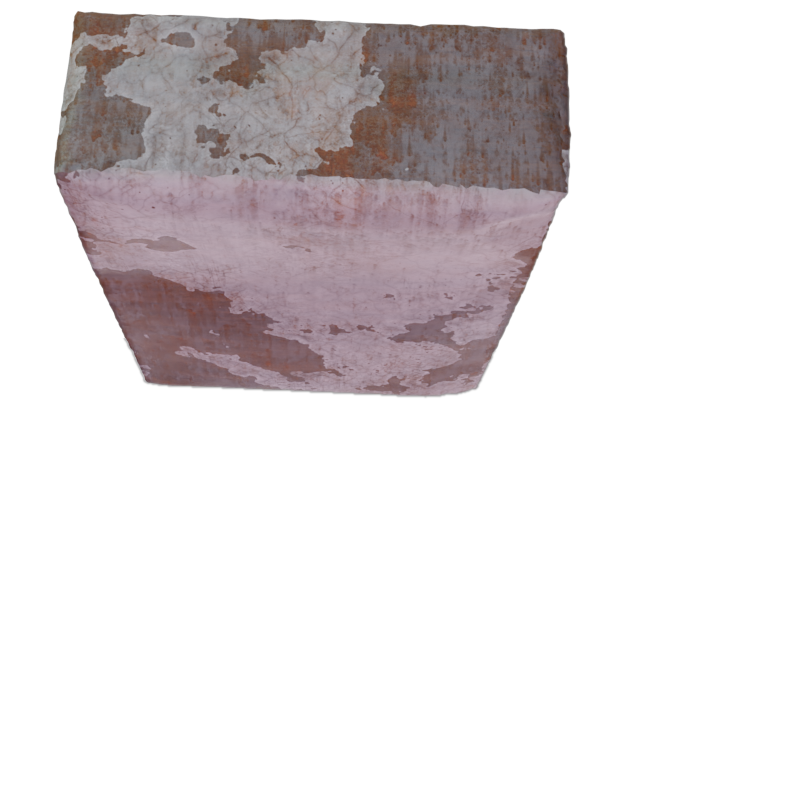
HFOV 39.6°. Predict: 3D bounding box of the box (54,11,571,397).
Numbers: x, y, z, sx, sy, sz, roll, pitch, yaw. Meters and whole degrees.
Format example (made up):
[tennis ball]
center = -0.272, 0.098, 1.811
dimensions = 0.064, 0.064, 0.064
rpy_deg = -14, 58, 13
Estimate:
[box]
center = -0.035, -0.064, 0.447
dimensions = 0.164, 0.075, 0.204
rpy_deg = 2, -18, -2
